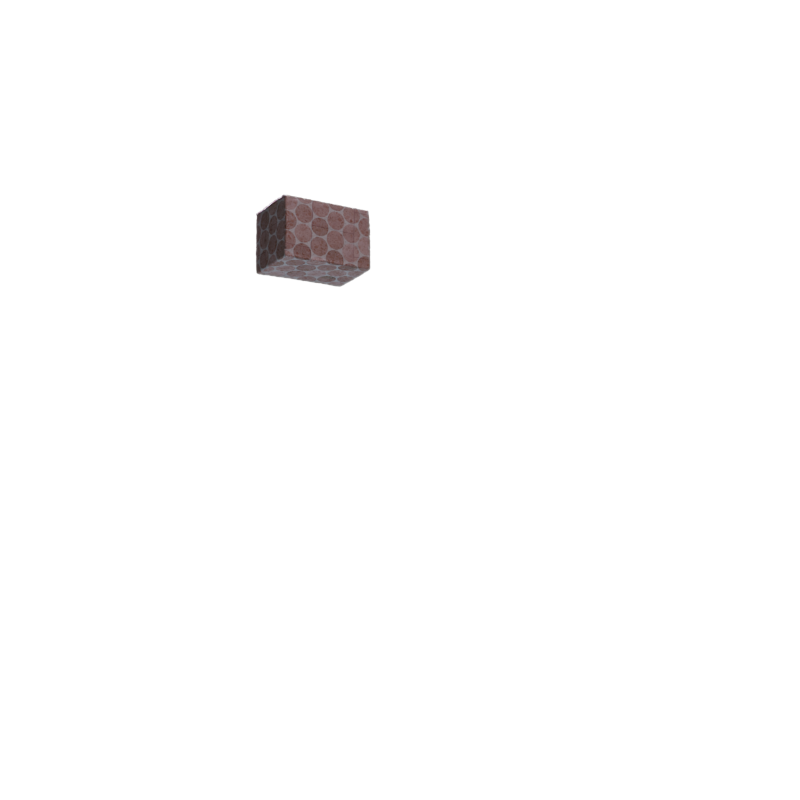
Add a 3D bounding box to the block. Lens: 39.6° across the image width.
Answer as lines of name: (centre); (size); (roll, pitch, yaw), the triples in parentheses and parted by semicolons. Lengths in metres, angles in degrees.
block: (-0.069, -0.125, 0.877); (0.075, 0.053, 0.053); (8, -18, -29)
